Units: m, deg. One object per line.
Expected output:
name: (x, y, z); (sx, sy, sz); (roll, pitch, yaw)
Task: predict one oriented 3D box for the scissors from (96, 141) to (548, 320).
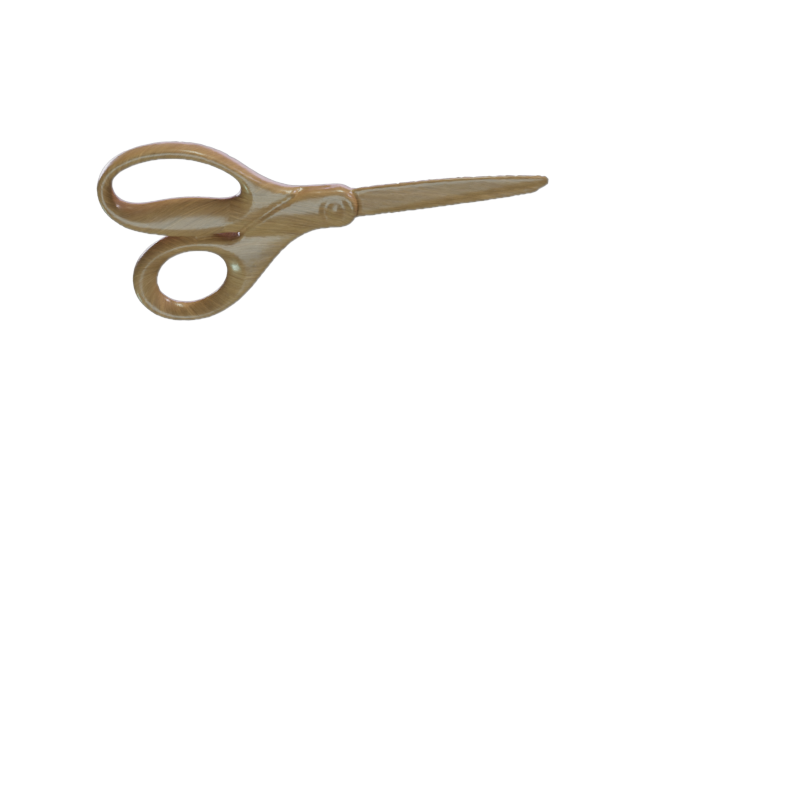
scissors: (-0.040, -0.073, 0.514); (0.200, 0.091, 0.017); (8, 28, -4)
